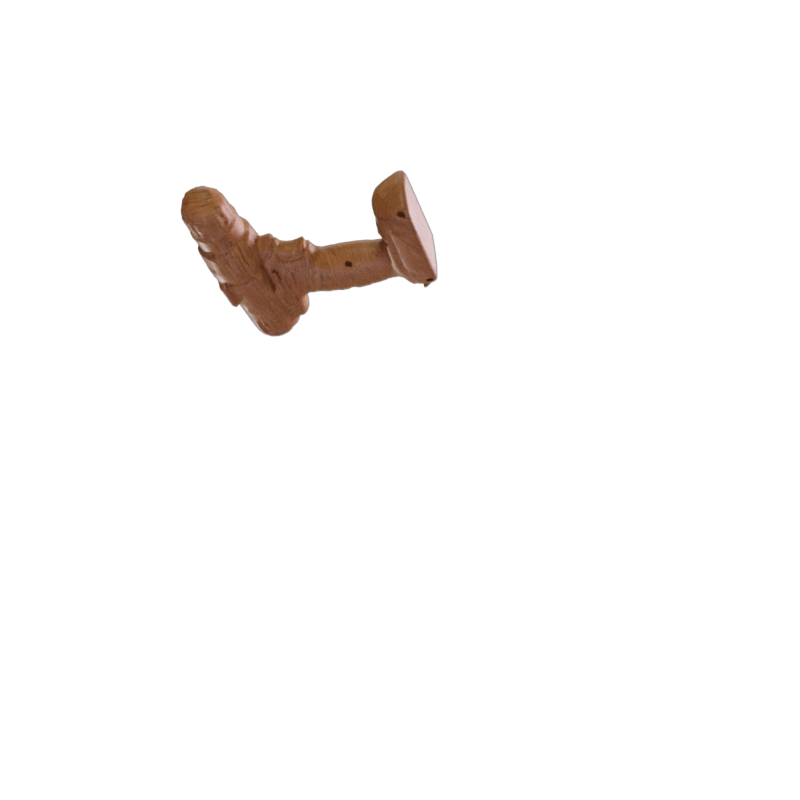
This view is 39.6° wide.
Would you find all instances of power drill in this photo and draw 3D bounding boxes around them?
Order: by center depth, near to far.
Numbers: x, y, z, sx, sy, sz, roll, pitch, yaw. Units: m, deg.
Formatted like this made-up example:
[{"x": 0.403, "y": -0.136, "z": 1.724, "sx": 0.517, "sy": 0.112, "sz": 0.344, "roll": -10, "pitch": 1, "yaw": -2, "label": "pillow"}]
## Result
[{"x": -0.074, "y": -0.134, "z": 0.942, "sx": 0.190, "sy": 0.061, "sz": 0.170, "roll": -12, "pitch": -36, "yaw": 16, "label": "power drill"}]
